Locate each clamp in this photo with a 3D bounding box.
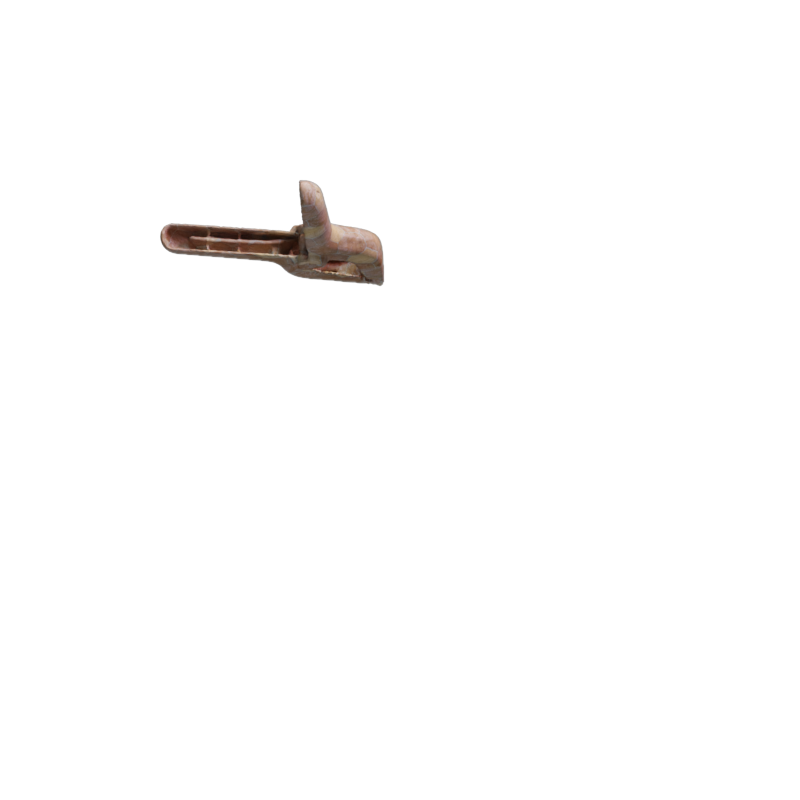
[{"bbox_3d":[-0.074,-0.134,0.941,0.168,0.038,0.199,-11,-16,43],"label":"clamp"}]
